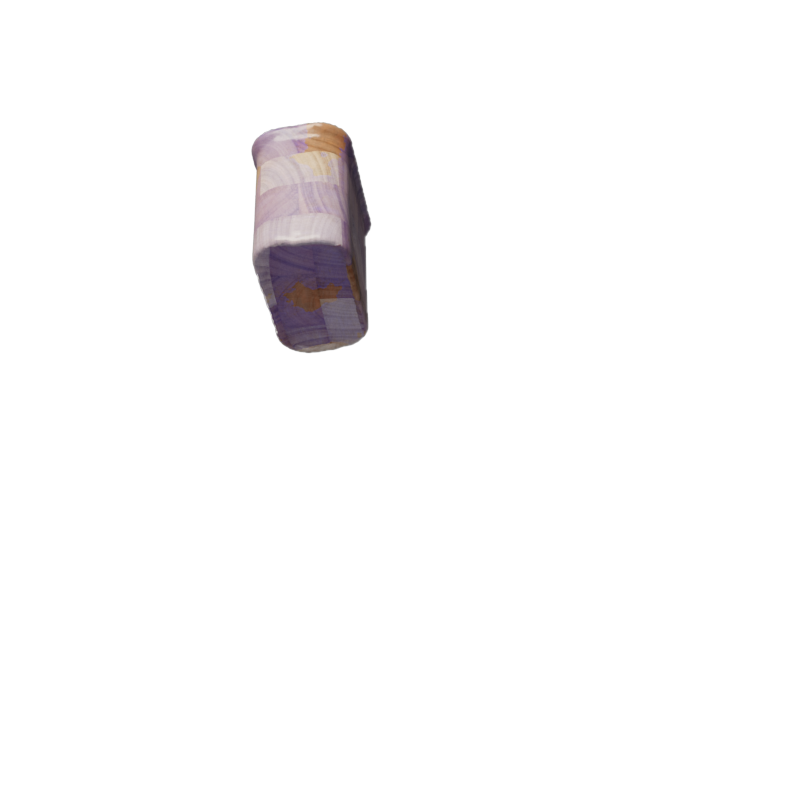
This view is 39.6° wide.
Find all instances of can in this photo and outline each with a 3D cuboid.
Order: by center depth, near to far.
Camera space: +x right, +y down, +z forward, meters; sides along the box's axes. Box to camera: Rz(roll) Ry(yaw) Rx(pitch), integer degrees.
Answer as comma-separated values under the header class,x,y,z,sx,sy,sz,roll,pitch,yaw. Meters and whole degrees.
class,x,y,z,sx,sy,sz,roll,pitch,yaw
can,-0.048,-0.088,0.618,0.058,0.090,0.094,-7,-37,6
